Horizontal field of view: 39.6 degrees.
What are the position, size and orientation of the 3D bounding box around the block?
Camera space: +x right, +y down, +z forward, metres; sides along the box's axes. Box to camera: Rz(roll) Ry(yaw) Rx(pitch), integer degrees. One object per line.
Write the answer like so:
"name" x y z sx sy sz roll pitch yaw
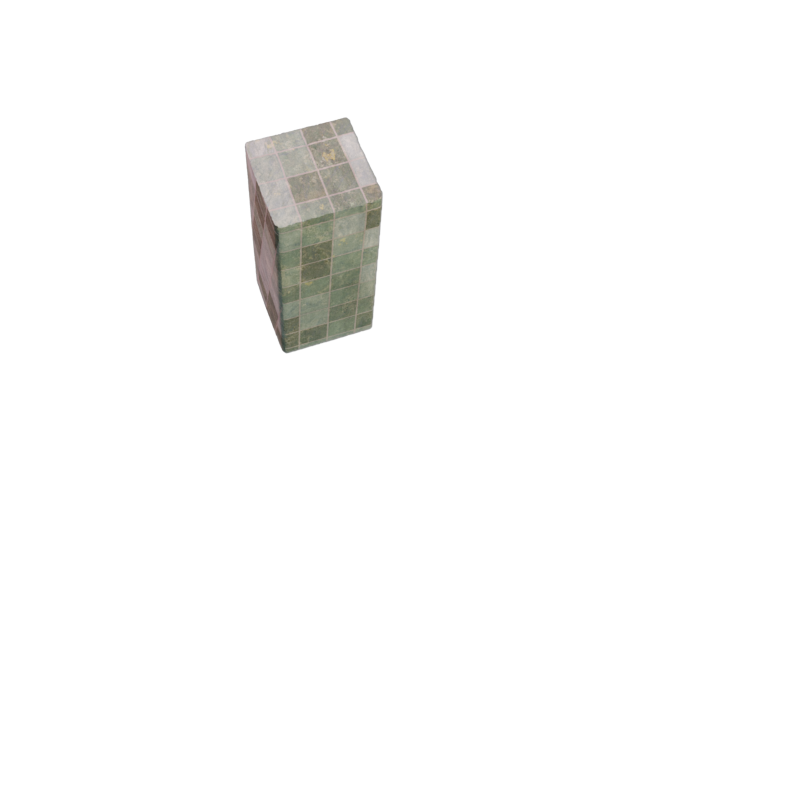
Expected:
"block" -0.075 -0.136 0.955 0.090 0.096 0.194 -16 -26 -12
